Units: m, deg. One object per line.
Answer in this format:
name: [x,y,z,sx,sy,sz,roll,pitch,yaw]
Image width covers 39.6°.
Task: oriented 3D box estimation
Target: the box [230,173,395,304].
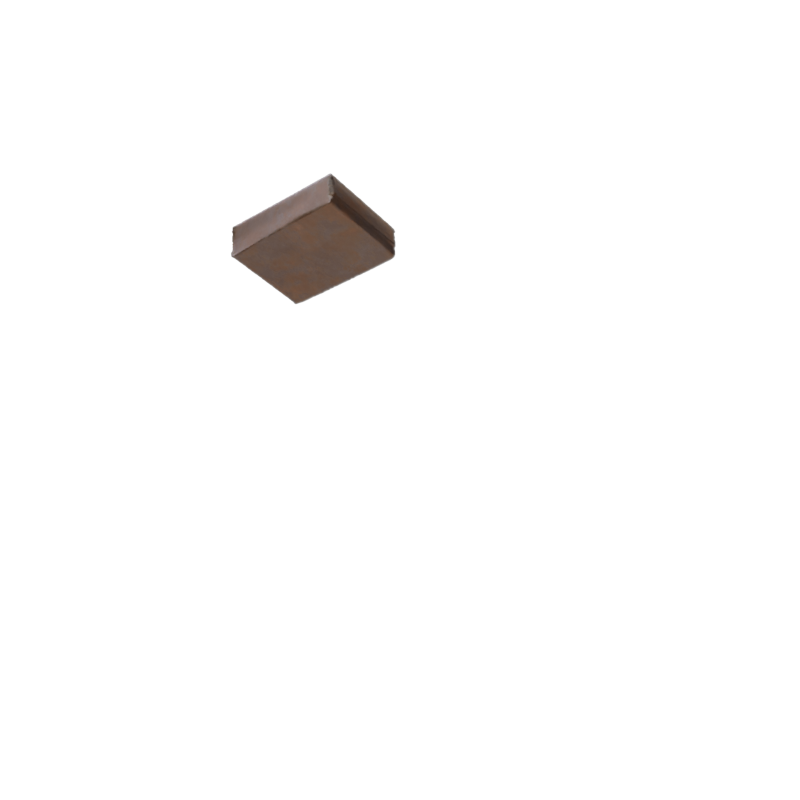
box: [-0.074,-0.135,0.948,0.114,0.042,0.083,-25,-44,28]
